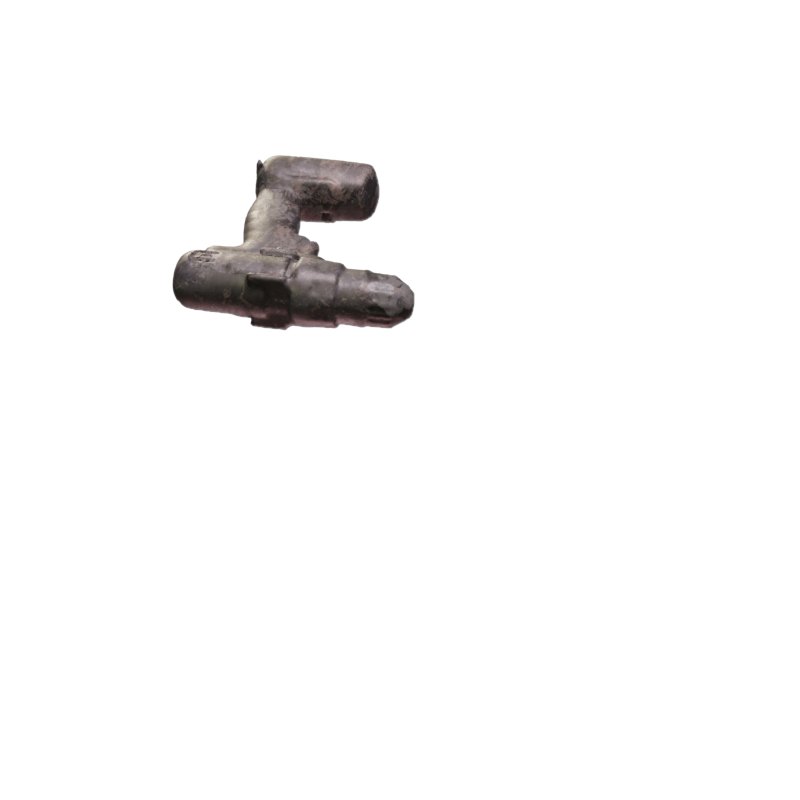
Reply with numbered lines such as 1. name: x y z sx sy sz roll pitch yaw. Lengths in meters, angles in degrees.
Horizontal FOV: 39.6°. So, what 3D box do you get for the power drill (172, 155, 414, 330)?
1. power drill: -0.069 -0.127 0.886 0.187 0.054 0.197 7 38 9
